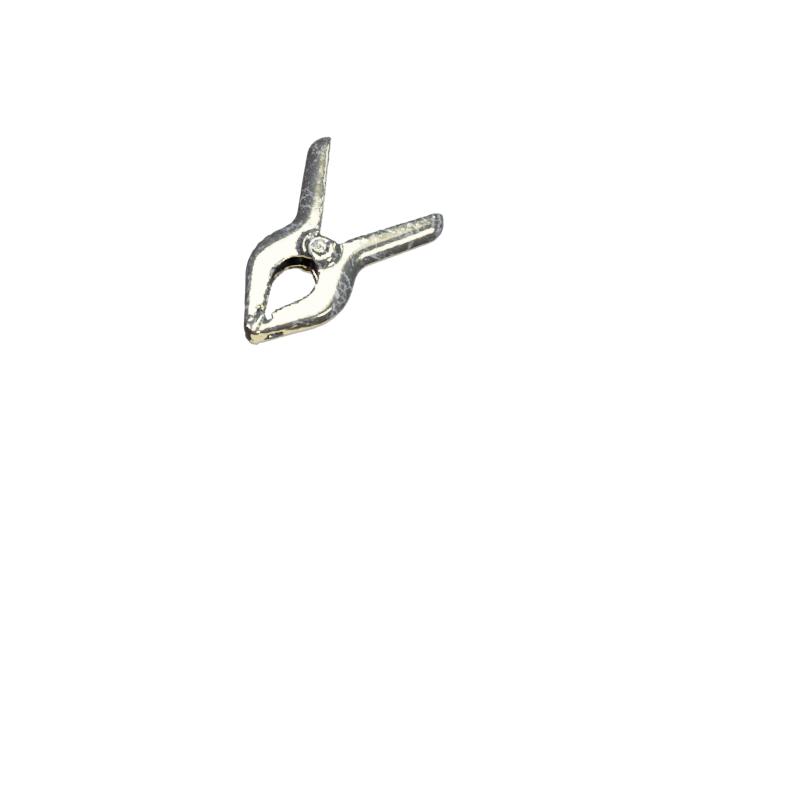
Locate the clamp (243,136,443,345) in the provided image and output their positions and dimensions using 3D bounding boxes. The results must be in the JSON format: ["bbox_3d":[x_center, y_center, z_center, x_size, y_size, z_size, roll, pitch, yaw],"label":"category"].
[{"bbox_3d":[-0.065,-0.118,0.824,0.126,0.173,0.037,41,-21,19],"label":"clamp"}]
